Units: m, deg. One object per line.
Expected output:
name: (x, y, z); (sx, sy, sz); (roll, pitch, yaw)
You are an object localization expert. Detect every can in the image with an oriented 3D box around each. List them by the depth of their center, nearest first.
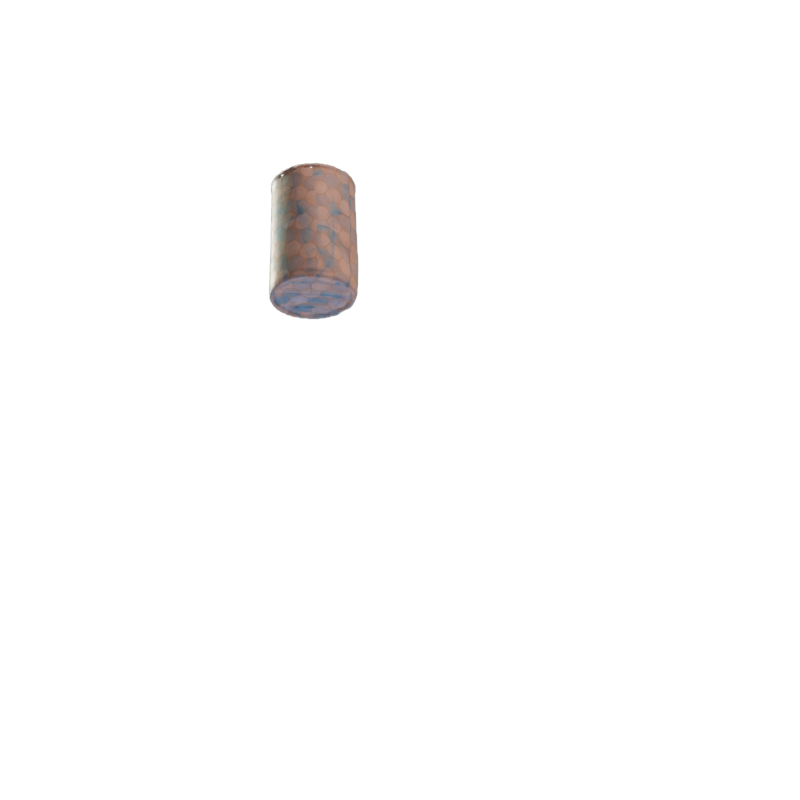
can: (-0.067, -0.122, 0.857); (0.068, 0.109, 0.064); (0, -29, -2)
